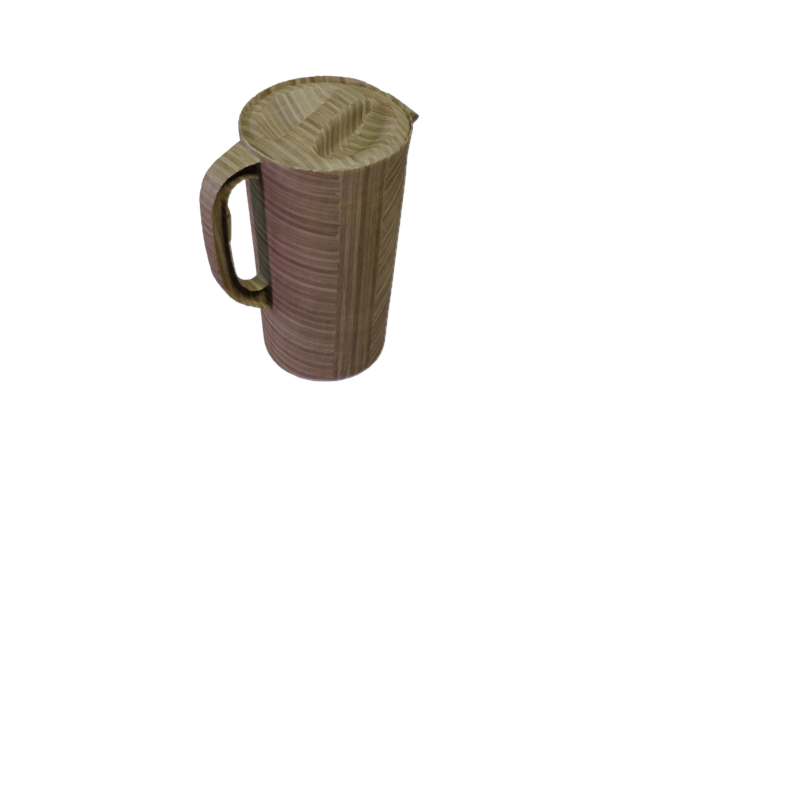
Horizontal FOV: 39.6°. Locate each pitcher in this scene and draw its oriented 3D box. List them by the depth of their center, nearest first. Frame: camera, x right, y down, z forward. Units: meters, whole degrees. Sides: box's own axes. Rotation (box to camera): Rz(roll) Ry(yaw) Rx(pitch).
[{"bbox_3d":[-0.071,-0.130,0.908,0.151,0.226,0.153,9,43,7],"label":"pitcher"}]
